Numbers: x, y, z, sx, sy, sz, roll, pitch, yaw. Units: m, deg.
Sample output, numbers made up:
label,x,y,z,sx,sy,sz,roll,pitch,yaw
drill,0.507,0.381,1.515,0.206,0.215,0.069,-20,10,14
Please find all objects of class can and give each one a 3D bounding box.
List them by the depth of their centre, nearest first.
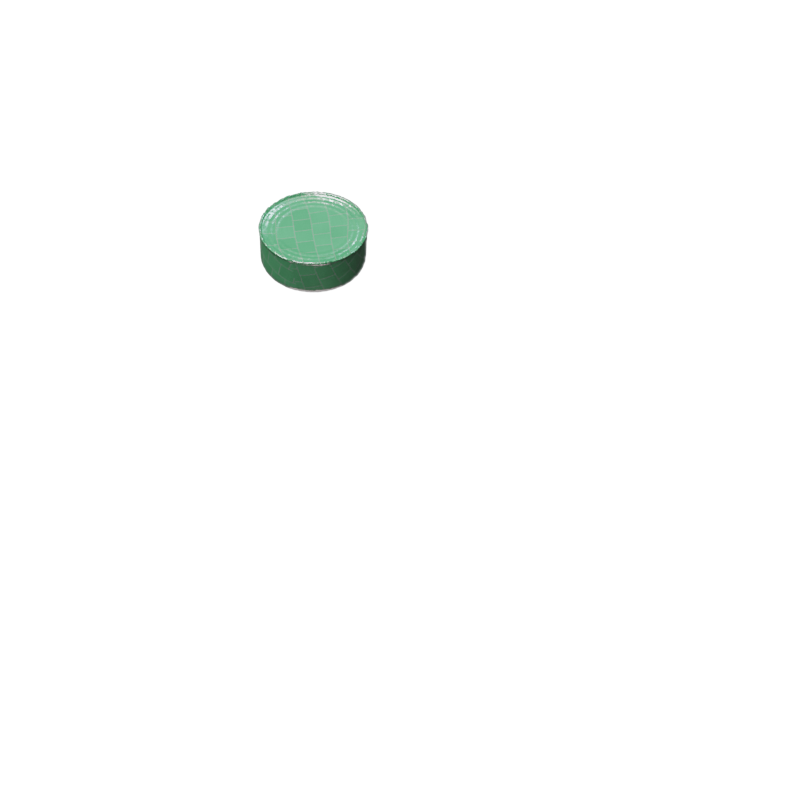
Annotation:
label,x,y,z,sx,sy,sz,roll,pitch,yaw
can,-0.069,-0.125,0.877,0.086,0.092,0.031,-1,-44,-1
